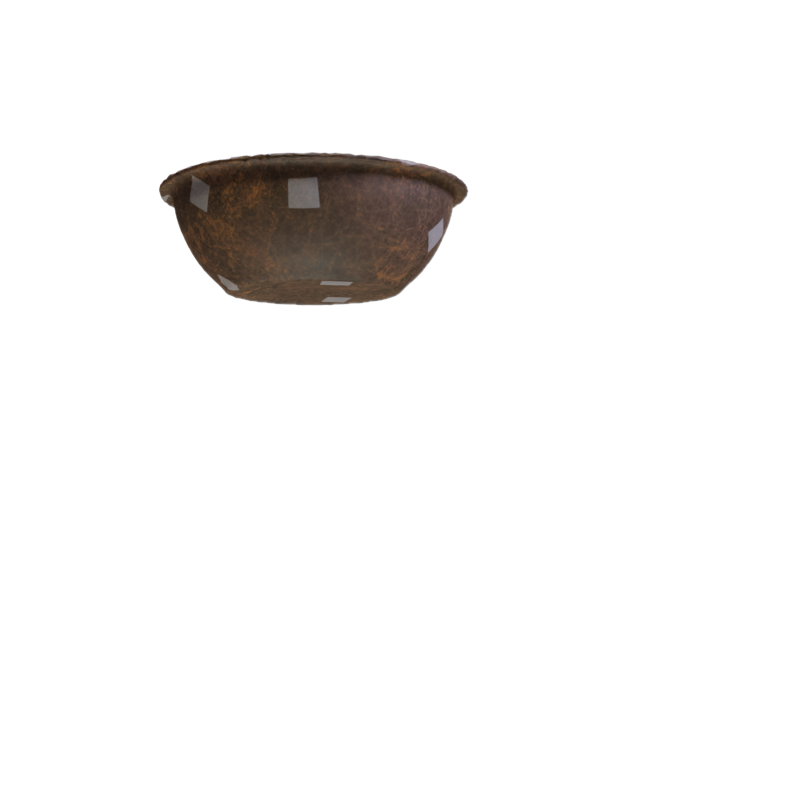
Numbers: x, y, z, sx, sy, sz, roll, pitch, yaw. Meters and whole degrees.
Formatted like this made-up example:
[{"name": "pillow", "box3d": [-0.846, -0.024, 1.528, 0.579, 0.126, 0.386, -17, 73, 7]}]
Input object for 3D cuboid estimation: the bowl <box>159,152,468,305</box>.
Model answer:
[{"name": "bowl", "box3d": [-0.045, -0.083, 0.579, 0.162, 0.056, 0.159, 0, -4, -2]}]
